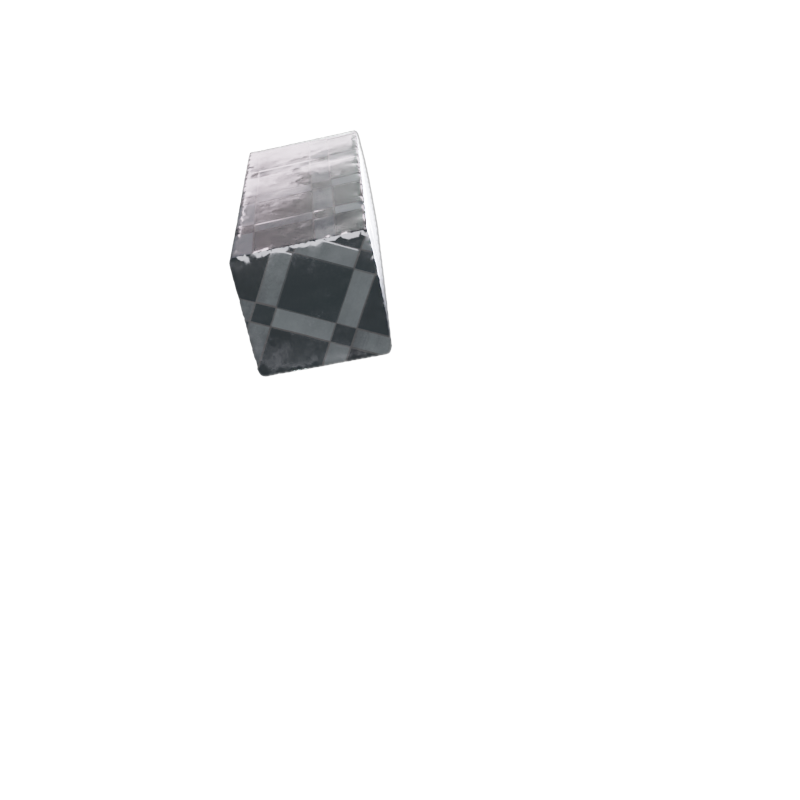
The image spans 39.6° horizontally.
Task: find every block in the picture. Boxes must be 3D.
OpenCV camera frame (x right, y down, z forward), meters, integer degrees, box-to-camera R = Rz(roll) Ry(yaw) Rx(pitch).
[{"bbox_3d":[-0.062,-0.113,0.793,0.091,0.085,0.218,-11,29,2],"label":"block"}]
